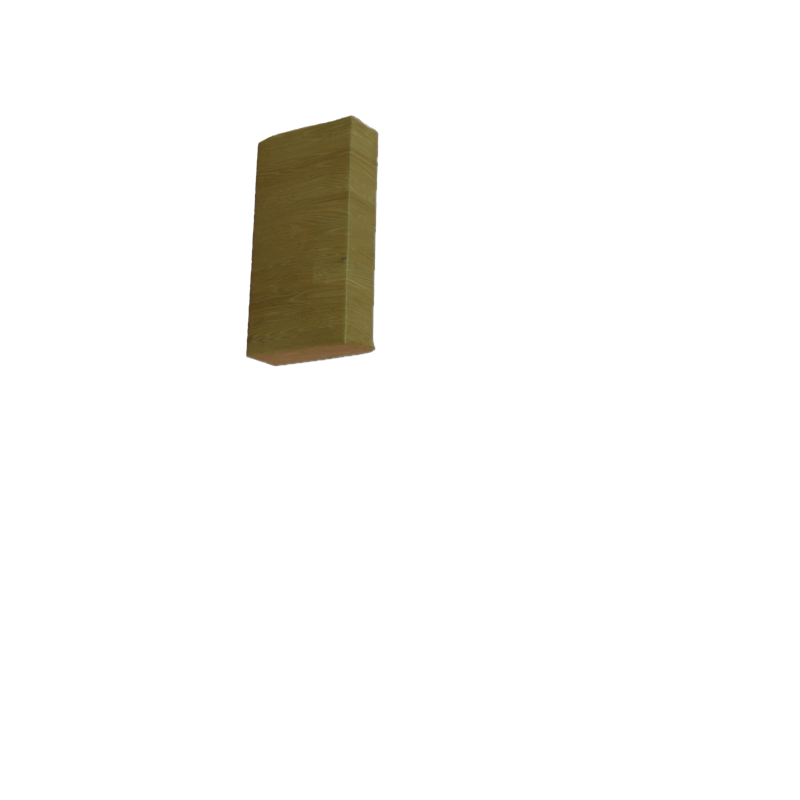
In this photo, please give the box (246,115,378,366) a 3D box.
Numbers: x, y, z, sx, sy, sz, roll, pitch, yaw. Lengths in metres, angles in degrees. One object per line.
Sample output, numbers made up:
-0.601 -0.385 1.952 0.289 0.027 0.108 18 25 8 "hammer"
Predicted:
-0.066 -0.119 0.834 0.095 0.183 0.045 -10 -18 31 "box"
